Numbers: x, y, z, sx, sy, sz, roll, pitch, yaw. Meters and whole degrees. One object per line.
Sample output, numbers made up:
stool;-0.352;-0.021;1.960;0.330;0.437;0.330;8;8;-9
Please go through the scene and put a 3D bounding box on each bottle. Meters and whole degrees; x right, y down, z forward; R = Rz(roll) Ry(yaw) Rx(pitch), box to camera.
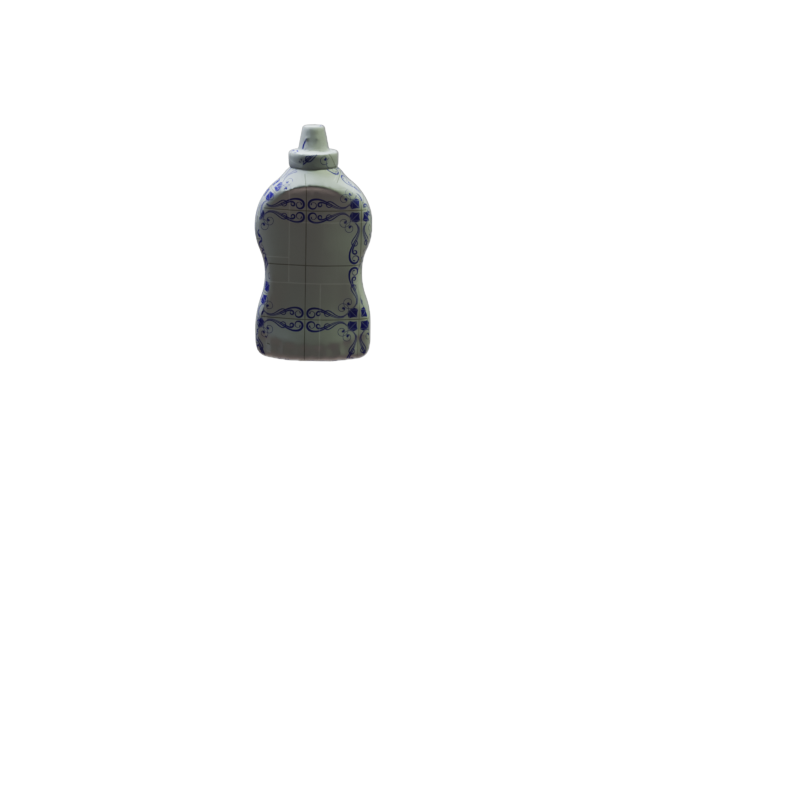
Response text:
bottle;-0.071;-0.130;0.913;0.097;0.186;0.060;2;14;4
